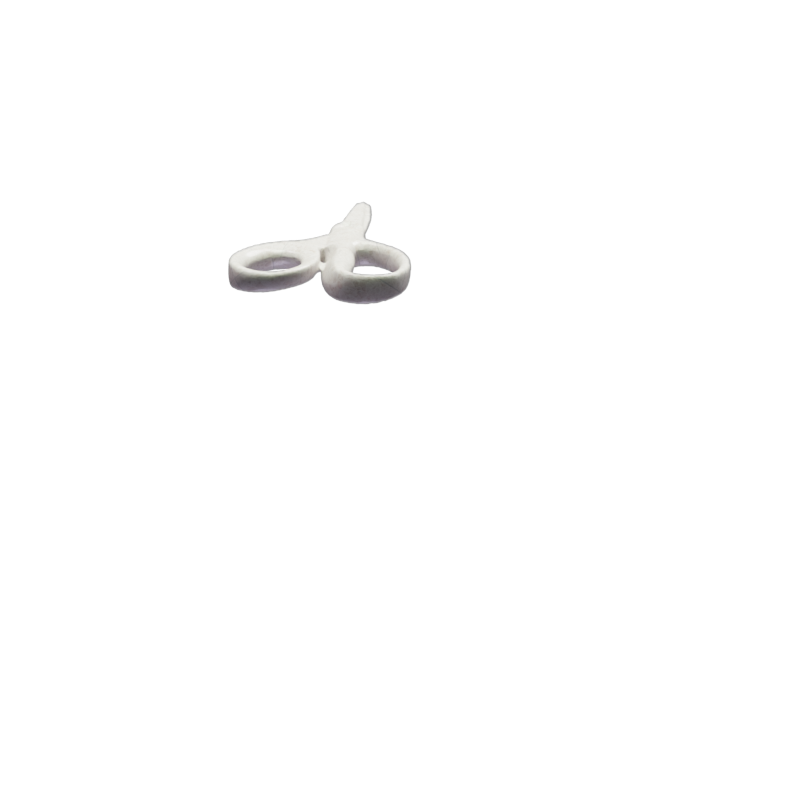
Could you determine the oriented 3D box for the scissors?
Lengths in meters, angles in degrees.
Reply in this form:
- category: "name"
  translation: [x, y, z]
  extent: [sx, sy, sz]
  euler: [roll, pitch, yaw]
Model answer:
- category: "scissors"
  translation: [-0.046, -0.084, 0.592]
  extent: [0.095, 0.015, 0.212]
  euler: [-3, 20, -10]
